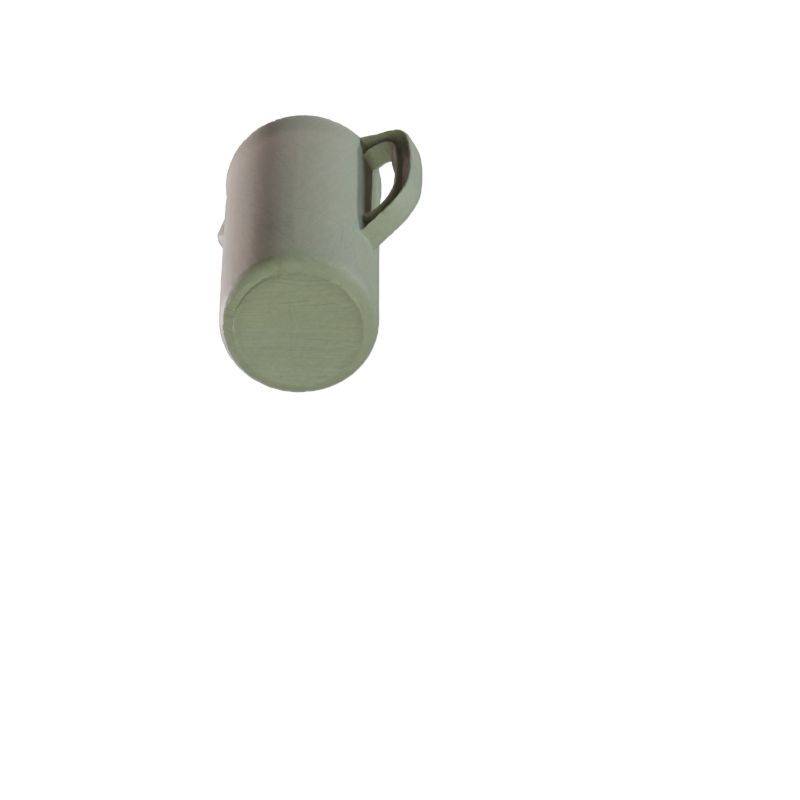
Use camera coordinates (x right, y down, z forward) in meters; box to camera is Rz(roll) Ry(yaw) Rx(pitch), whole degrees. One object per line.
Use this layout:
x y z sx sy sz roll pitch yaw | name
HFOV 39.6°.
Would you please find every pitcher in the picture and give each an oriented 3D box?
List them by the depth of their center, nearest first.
-0.066 -0.120 0.839 0.143 0.142 0.258 12 30 -10 | pitcher
